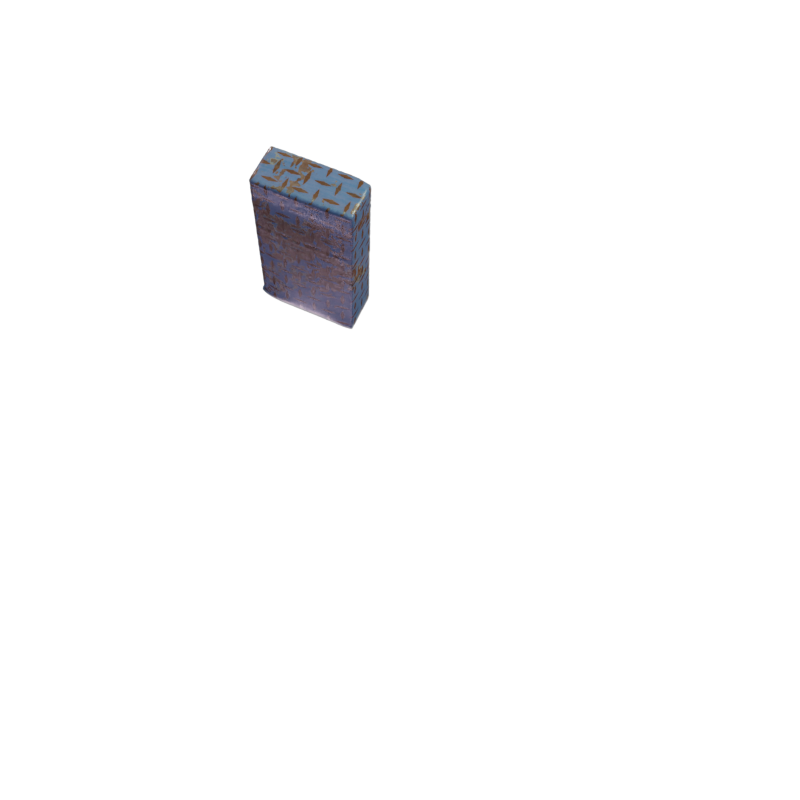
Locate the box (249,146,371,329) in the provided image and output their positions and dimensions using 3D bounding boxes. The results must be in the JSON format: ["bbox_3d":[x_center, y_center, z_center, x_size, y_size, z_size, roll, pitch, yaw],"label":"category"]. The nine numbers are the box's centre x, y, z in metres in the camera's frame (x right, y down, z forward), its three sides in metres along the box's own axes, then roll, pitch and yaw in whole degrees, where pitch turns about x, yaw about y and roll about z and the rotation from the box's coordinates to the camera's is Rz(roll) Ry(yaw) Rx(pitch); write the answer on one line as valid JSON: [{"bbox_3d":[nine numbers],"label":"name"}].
[{"bbox_3d":[-0.073,-0.134,0.941,0.096,0.050,0.165,24,-28,10],"label":"box"}]
